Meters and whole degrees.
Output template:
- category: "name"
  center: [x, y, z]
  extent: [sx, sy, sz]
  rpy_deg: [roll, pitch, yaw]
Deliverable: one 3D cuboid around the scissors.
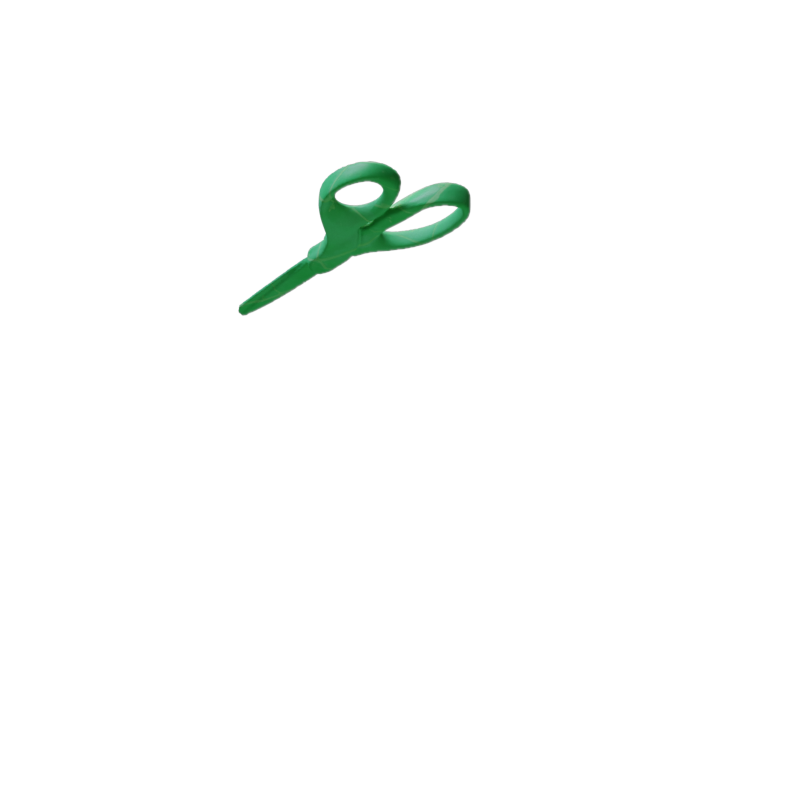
- category: "scissors"
  center: [-0.053, -0.097, 0.678]
  extent: [0.204, 0.017, 0.090]
  rpy_deg: [-16, -29, 32]
